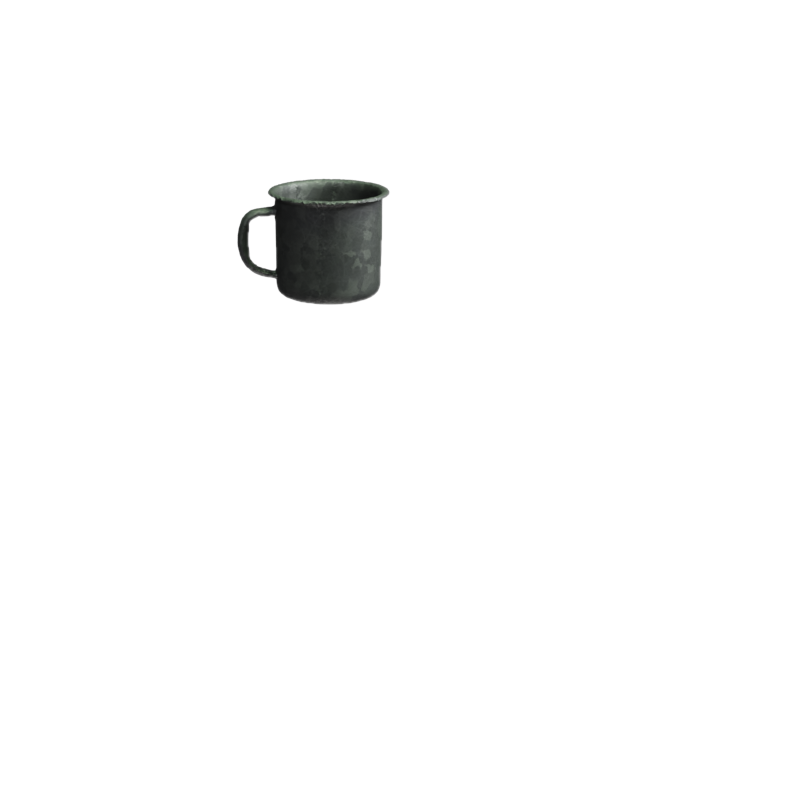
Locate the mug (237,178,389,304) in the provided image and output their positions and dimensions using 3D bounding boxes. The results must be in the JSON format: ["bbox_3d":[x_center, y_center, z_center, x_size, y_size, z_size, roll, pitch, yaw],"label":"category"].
[{"bbox_3d":[-0.067,-0.122,0.856,0.116,0.079,0.098,-3,19,-11],"label":"mug"}]
